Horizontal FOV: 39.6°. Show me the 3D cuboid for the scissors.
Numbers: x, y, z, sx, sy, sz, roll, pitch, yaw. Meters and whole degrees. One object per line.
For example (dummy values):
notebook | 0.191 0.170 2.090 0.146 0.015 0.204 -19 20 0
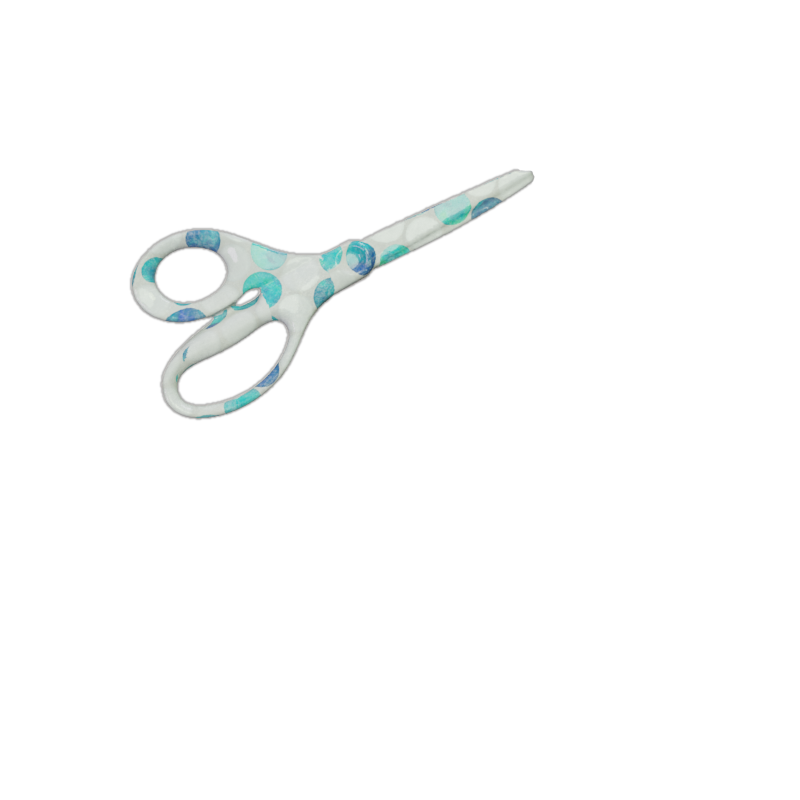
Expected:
scissors | -0.041 -0.075 0.526 0.202 0.098 0.015 -42 -8 -7
